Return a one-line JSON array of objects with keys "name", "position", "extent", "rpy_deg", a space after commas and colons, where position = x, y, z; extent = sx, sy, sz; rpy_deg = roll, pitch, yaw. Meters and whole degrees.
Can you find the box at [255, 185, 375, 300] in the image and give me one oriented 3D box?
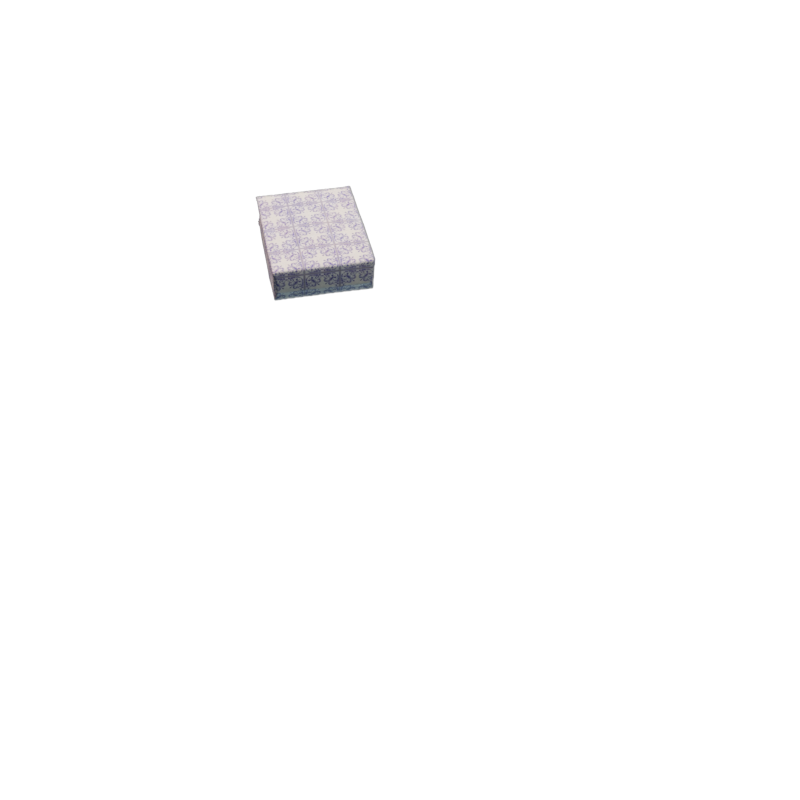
[{"name": "box", "position": [-0.078, -0.142, 0.992], "extent": [0.089, 0.036, 0.123], "rpy_deg": [-8, 43, -9]}]
